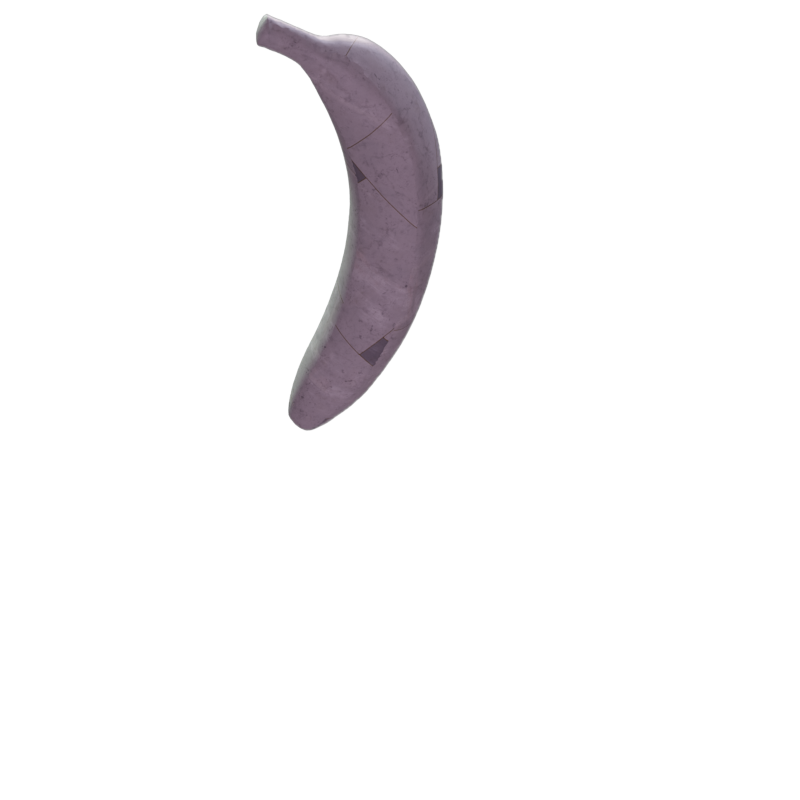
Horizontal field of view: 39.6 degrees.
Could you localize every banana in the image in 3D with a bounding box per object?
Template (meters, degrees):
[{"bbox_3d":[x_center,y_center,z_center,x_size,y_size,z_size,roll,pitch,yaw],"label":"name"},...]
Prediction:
[{"bbox_3d":[-0.017,-0.069,0.455,0.070,0.185,0.039,-2,35,0],"label":"banana"}]
